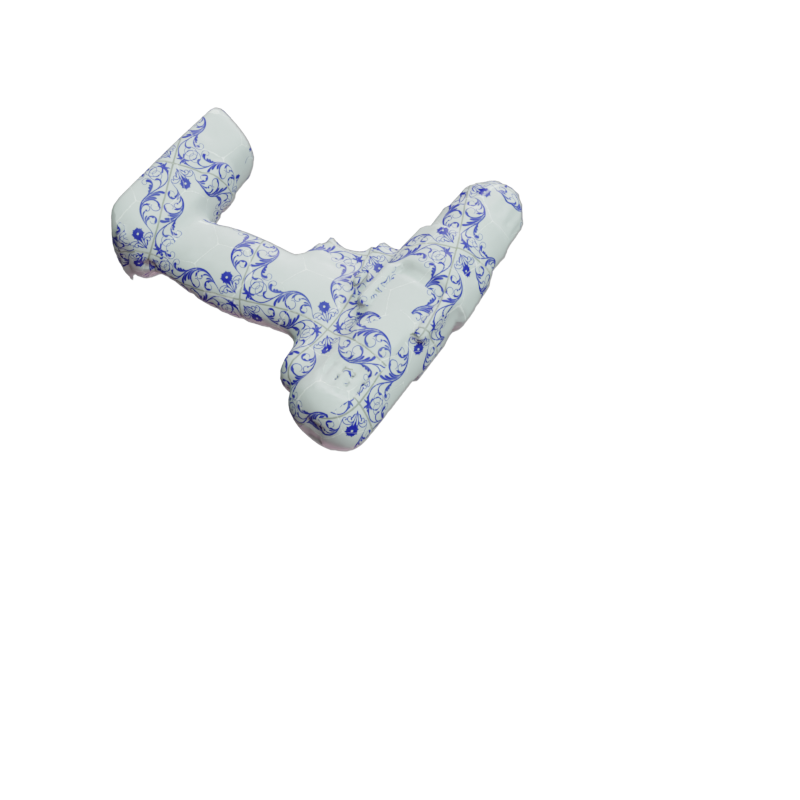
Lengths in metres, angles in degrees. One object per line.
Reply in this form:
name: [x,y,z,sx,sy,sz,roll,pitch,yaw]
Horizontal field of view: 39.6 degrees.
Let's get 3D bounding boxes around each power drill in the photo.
power drill: [-0.047,-0.086,0.604,0.196,0.189,0.054,30,-30,19]
